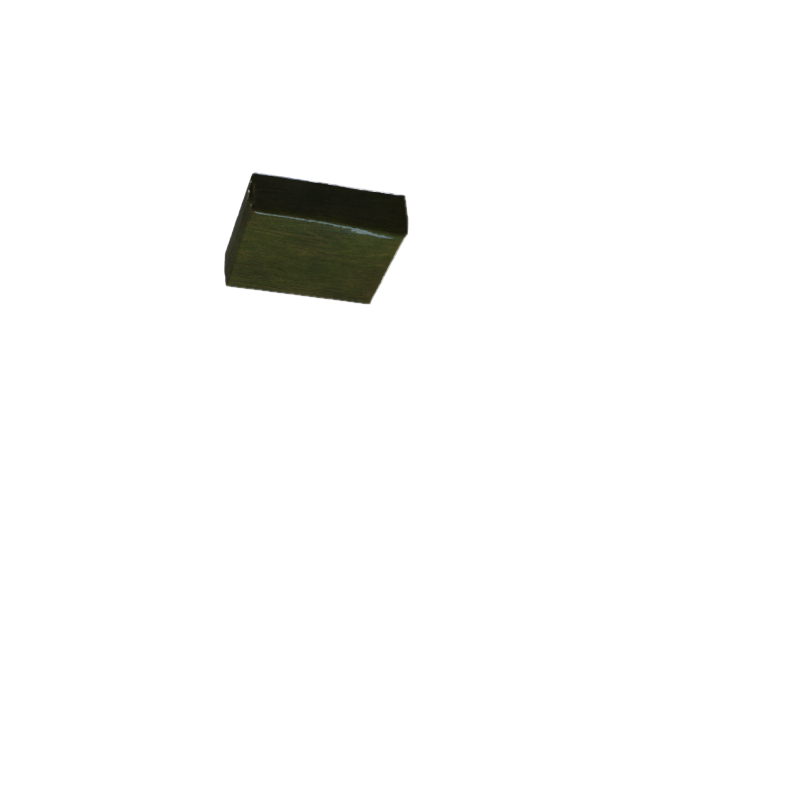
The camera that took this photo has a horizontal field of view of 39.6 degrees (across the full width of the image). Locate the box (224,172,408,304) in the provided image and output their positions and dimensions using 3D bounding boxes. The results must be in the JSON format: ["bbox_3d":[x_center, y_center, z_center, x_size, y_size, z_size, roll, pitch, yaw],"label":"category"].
[{"bbox_3d":[-0.061,-0.111,0.780,0.111,0.042,0.086,9,-34,-14],"label":"box"}]
